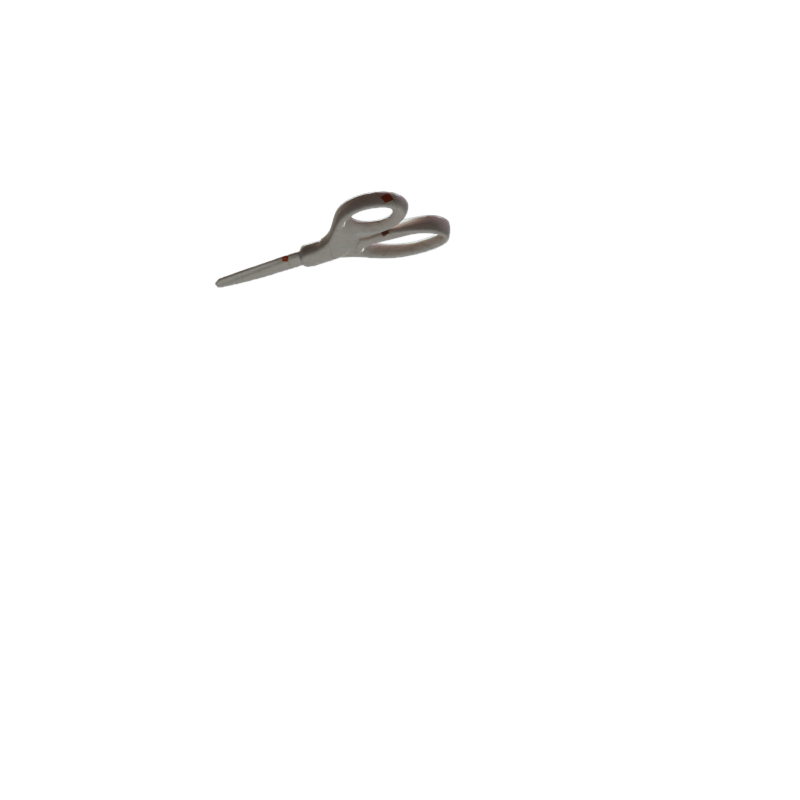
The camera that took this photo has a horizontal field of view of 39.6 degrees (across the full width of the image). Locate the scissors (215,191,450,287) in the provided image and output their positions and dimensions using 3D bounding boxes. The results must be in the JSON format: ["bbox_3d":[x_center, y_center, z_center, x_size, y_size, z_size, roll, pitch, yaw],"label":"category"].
[{"bbox_3d":[-0.065,-0.118,0.829,0.205,0.017,0.090,-7,-22,17],"label":"scissors"}]
